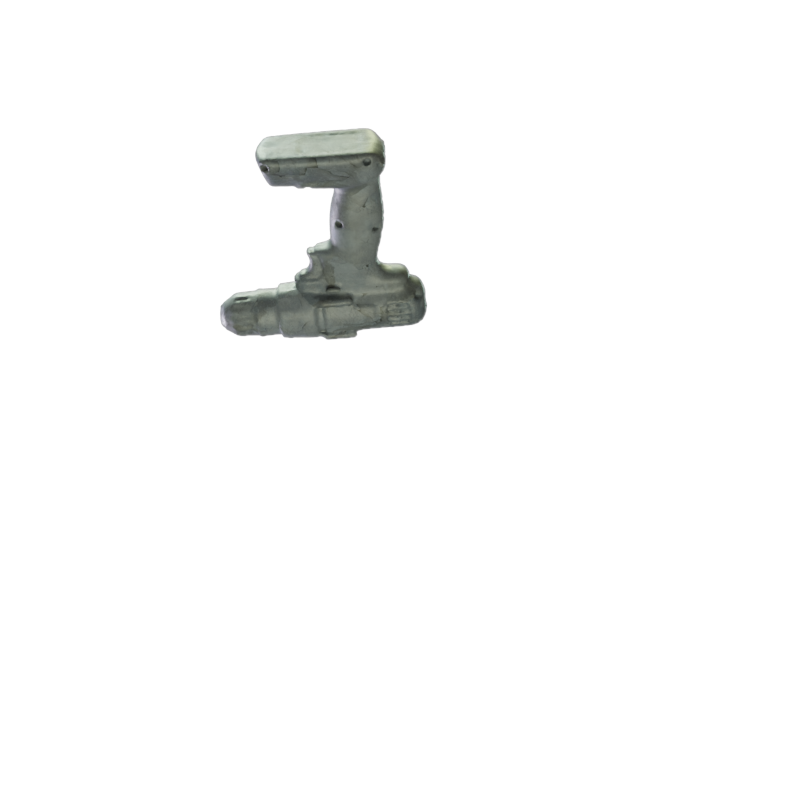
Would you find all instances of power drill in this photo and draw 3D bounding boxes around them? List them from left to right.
[{"bbox_3d":[-0.075,-0.136,0.953,0.185,0.175,0.061,-5,34,3],"label":"power drill"}]
